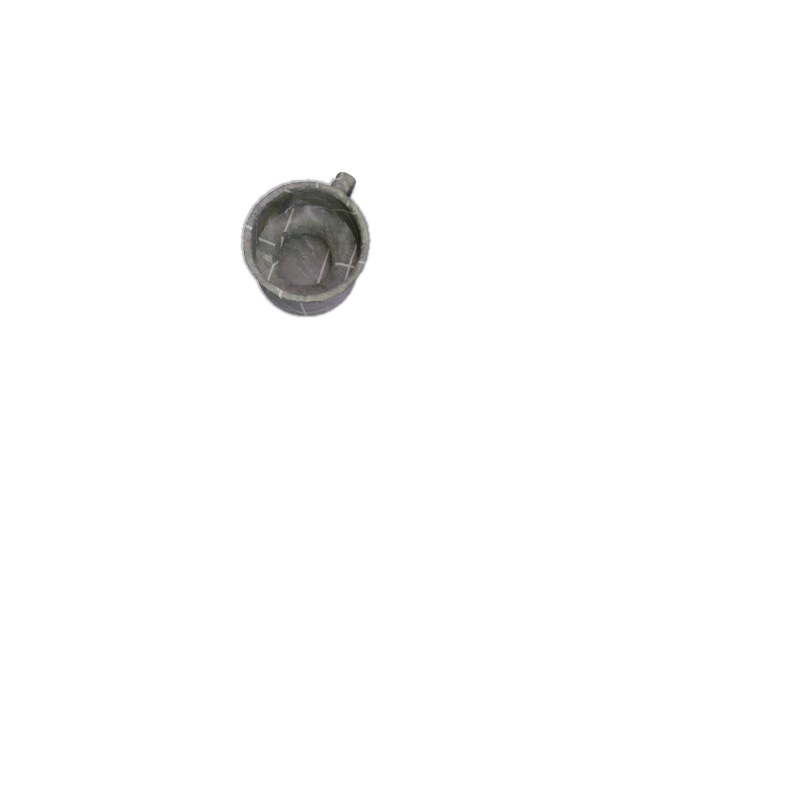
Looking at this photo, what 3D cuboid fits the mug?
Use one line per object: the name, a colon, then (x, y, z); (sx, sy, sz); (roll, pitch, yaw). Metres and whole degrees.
mug: (-0.066, -0.121, 0.847); (0.094, 0.120, 0.079); (25, -13, 4)
